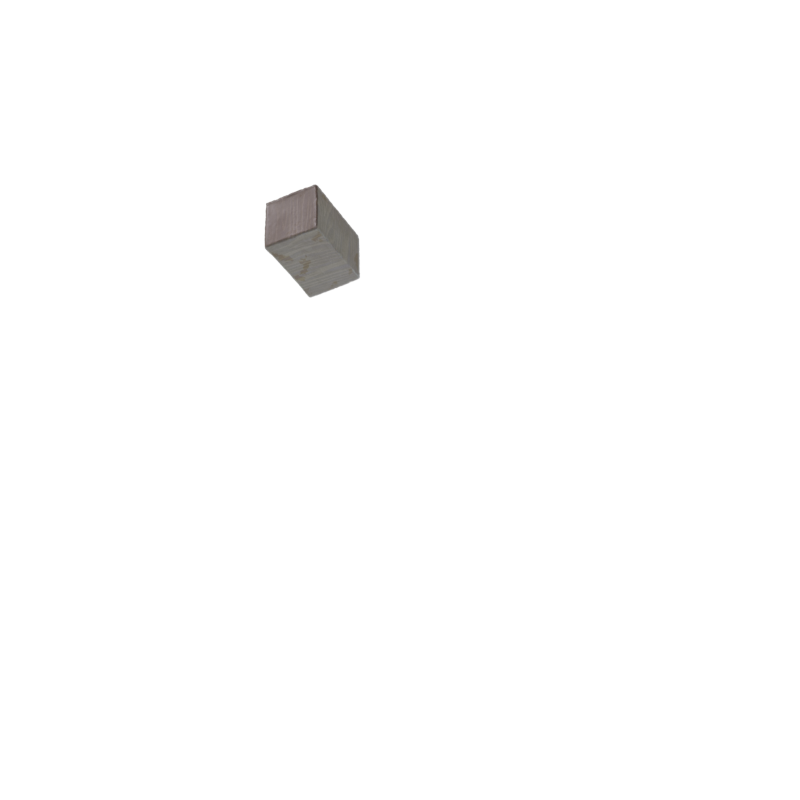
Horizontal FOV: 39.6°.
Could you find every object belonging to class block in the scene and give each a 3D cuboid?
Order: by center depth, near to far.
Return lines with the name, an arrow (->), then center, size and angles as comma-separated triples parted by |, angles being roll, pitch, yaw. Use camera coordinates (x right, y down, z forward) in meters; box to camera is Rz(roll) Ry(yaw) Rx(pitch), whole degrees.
block -> -0.074, -0.136, 0.951 | 0.053, 0.055, 0.072 | -19, -41, 20
